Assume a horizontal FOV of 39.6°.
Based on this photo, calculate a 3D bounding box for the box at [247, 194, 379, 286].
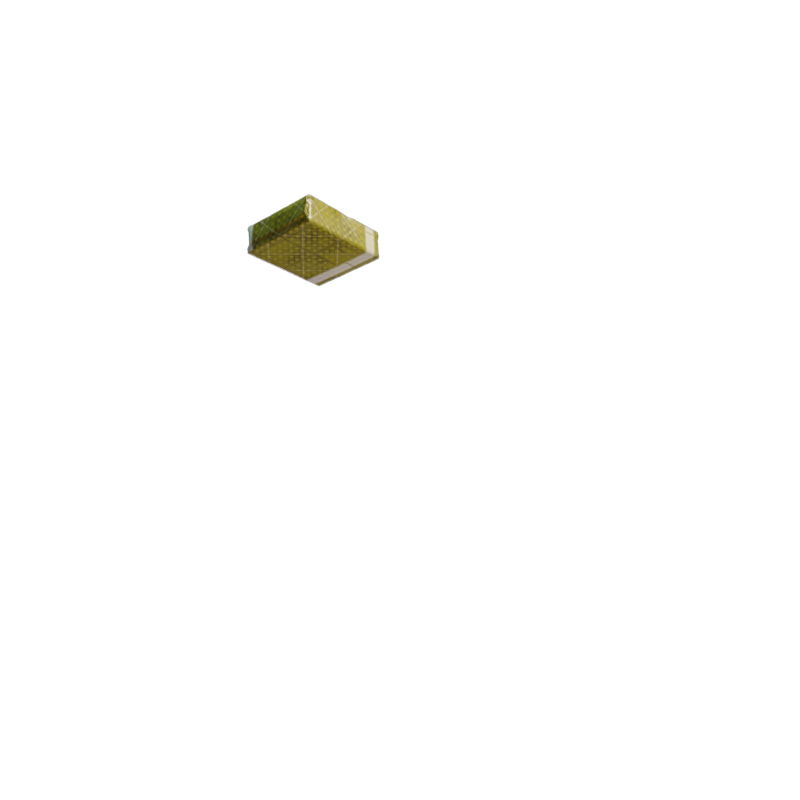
[{"bbox_3d":[-0.074,-0.134,0.939,0.073,0.032,0.084,-22,-33,38],"label":"box"}]
